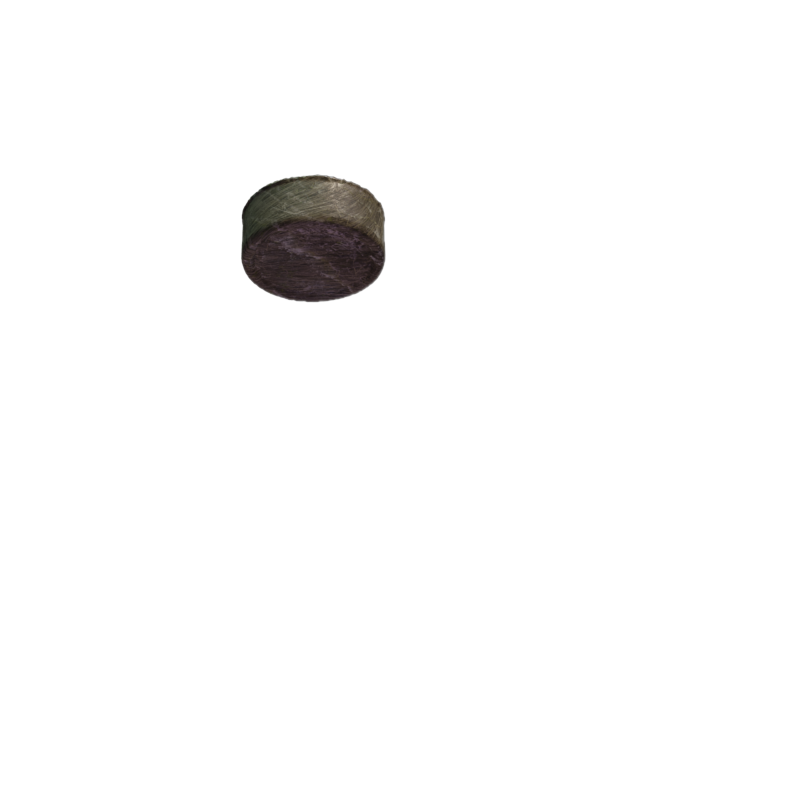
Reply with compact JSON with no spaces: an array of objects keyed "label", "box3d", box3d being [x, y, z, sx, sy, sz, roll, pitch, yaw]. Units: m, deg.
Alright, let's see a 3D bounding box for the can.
[{"label":"can","box3d":[-0.051,-0.093,0.654,0.086,0.036,0.081,1,-30,-2]}]
